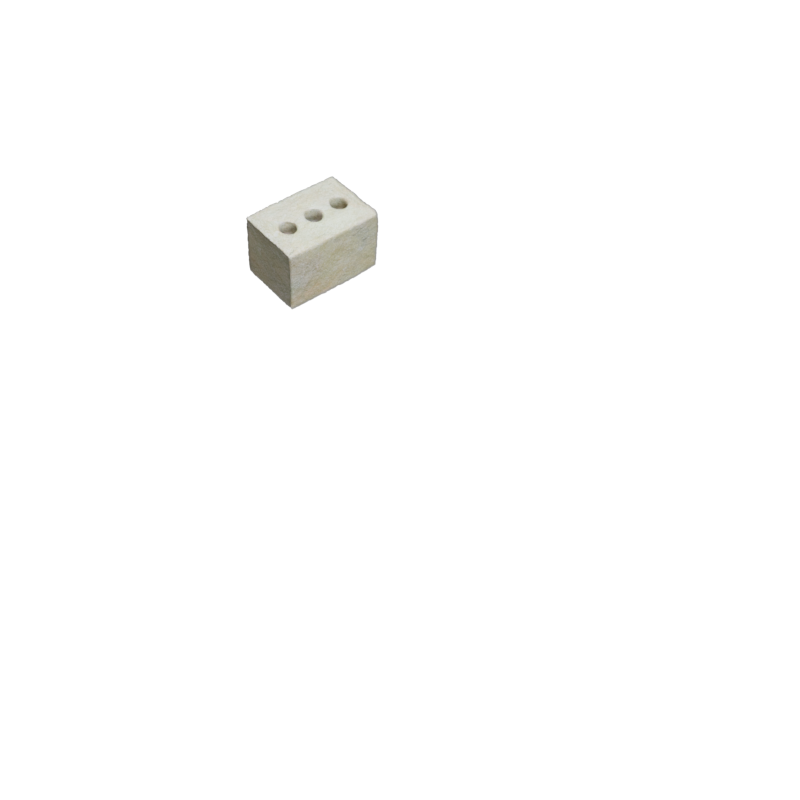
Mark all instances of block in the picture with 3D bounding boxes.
[{"bbox_3d":[-0.061,-0.111,0.774,0.078,0.048,0.056,-31,54,-27],"label":"block"}]
